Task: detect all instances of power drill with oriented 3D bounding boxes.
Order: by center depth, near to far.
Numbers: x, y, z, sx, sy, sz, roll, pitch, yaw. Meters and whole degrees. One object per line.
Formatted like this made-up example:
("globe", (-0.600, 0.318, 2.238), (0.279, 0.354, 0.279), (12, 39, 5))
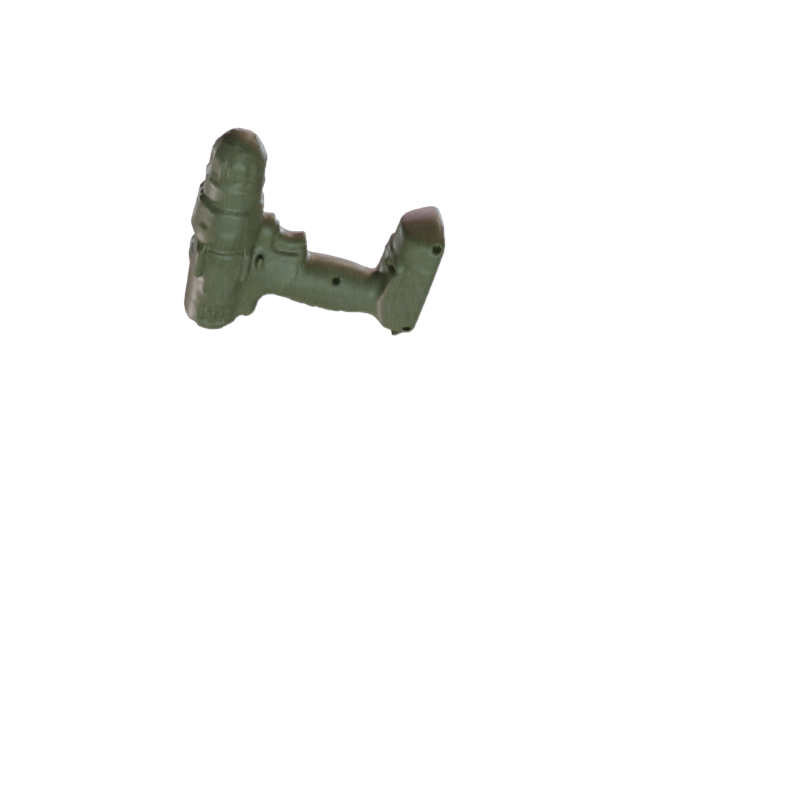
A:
("power drill", (-0.066, -0.120, 0.841), (0.185, 0.062, 0.174), (8, -43, -10))
